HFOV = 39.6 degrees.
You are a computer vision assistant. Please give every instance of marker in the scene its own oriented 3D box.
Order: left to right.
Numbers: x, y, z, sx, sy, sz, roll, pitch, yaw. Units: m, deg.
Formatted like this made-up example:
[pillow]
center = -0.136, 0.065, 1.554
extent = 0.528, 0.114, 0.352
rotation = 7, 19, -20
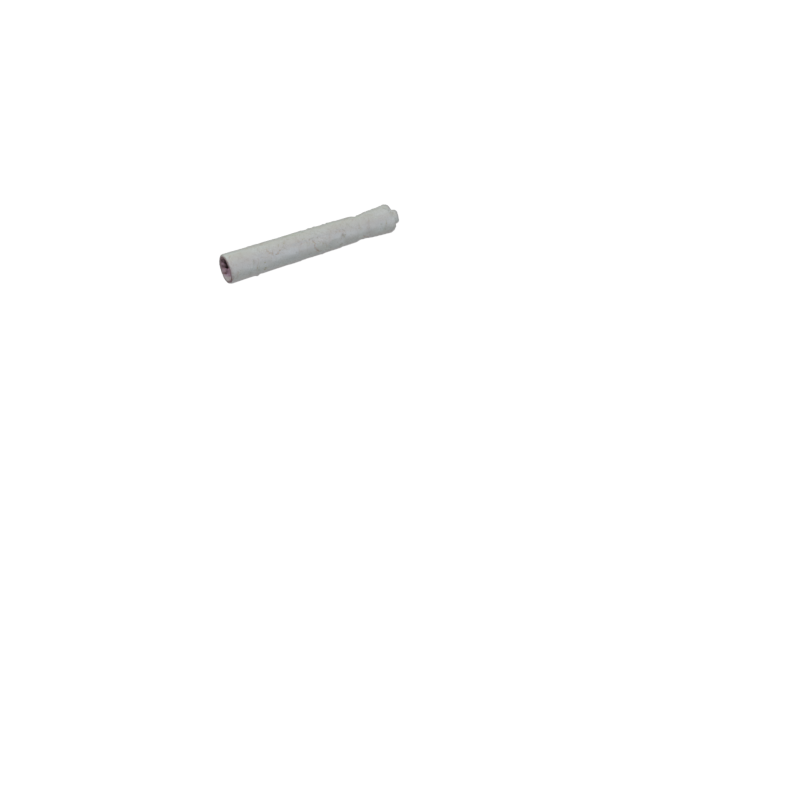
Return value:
[marker]
center = -0.054, -0.098, 0.689
extent = 0.120, 0.019, 0.020
rotation = -21, 13, -23
